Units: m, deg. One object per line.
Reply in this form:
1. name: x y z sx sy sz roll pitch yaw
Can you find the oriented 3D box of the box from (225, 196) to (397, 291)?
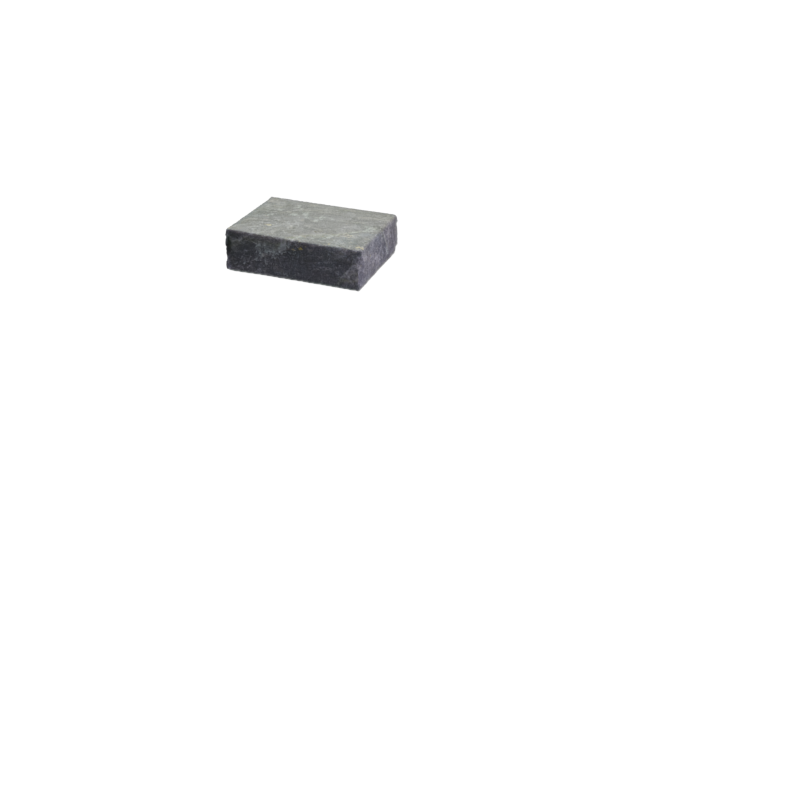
1. box: -0.068 -0.124 0.868 0.117 0.037 0.092 9 26 17
